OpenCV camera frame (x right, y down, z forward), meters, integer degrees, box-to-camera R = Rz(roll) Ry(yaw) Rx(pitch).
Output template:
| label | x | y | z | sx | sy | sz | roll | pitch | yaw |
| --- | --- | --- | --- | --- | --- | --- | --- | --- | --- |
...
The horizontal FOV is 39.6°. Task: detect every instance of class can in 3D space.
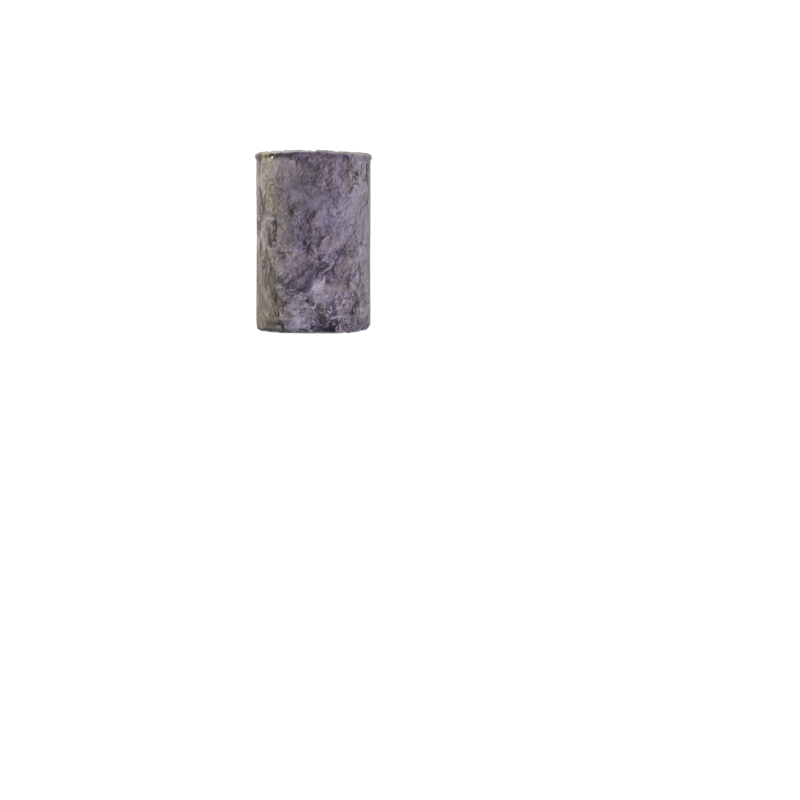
| label | x | y | z | sx | sy | sz | roll | pitch | yaw |
| --- | --- | --- | --- | --- | --- | --- | --- | --- | --- |
| can | -0.050 | -0.092 | 0.645 | 0.068 | 0.102 | 0.069 | 0 | 3 | -2 |
